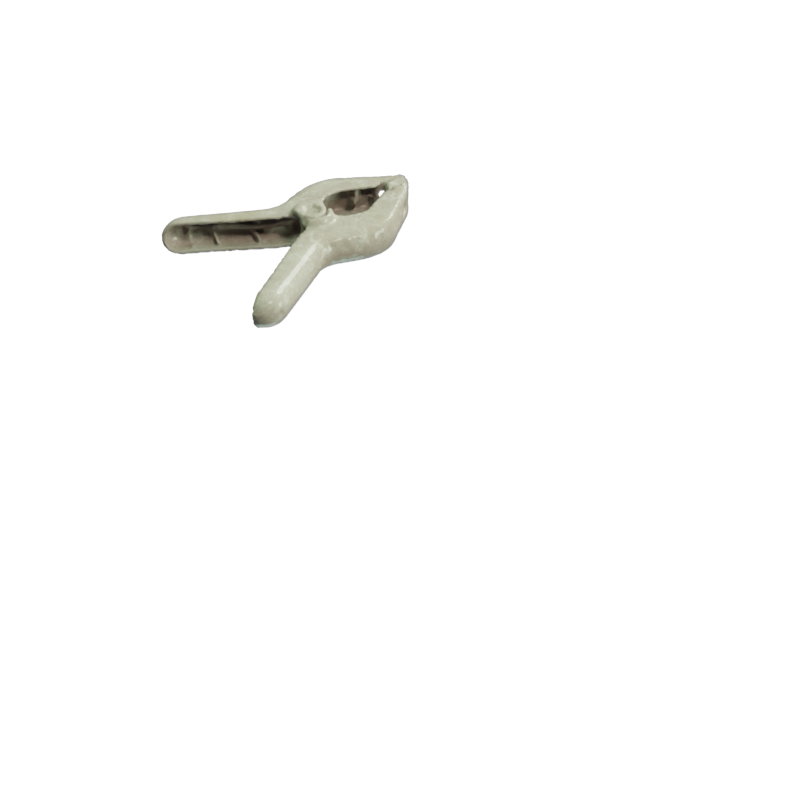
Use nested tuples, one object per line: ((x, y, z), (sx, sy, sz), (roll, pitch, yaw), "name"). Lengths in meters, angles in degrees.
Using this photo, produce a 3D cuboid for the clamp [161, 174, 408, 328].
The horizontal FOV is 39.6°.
((-0.057, -0.104, 0.725), (0.170, 0.036, 0.130), (-22, 49, -21), "clamp")
